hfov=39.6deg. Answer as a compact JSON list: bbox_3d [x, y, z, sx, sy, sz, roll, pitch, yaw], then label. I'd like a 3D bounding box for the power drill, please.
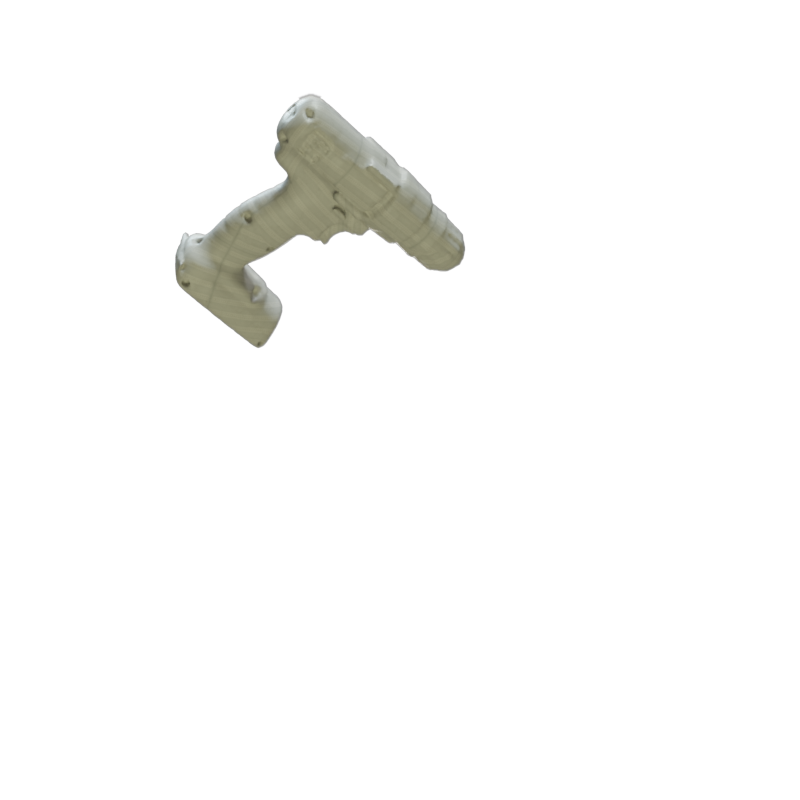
[{"bbox_3d":[-0.067,-0.123,0.862,0.186,0.175,0.061,-38,26,22],"label":"power drill"}]
